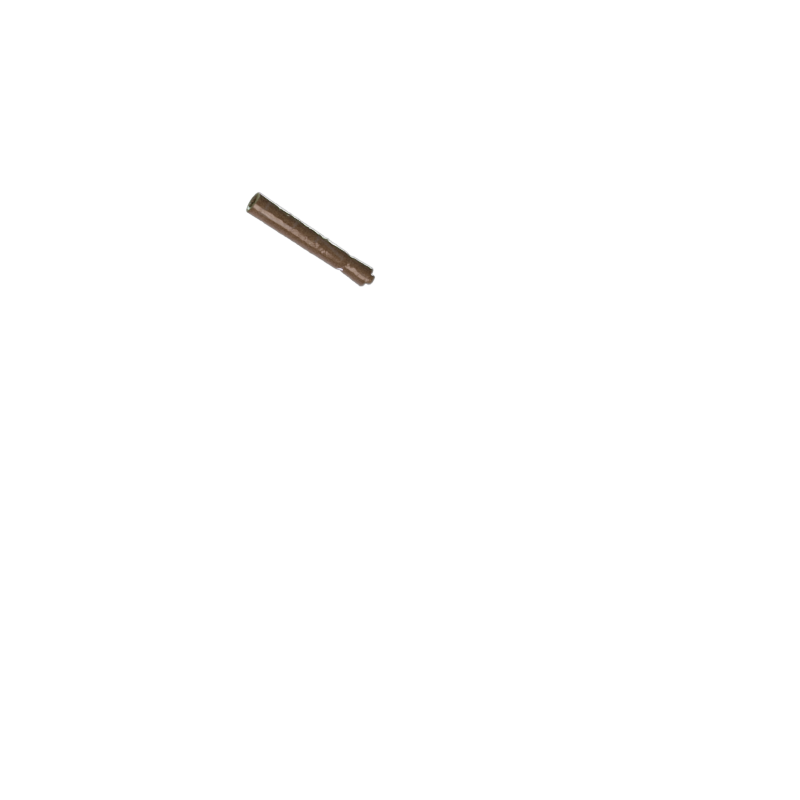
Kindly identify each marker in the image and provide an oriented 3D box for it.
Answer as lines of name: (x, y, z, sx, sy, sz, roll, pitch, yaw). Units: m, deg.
marker: (-0.070, -0.127, 0.892, 0.116, 0.020, 0.020, 32, -9, -19)
